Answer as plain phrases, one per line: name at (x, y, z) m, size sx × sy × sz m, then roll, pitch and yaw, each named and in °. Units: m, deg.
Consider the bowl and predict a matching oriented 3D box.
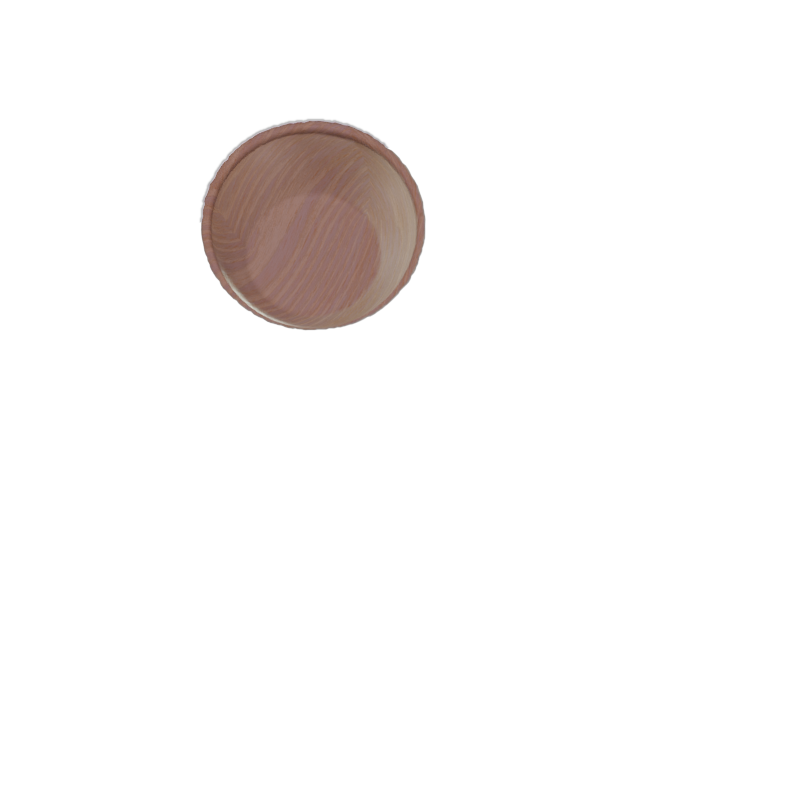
bowl at (-0.061, -0.111, 0.774) m, size 0.162 × 0.154 × 0.058 m, roll 1°, pitch 23°, yaw -1°
